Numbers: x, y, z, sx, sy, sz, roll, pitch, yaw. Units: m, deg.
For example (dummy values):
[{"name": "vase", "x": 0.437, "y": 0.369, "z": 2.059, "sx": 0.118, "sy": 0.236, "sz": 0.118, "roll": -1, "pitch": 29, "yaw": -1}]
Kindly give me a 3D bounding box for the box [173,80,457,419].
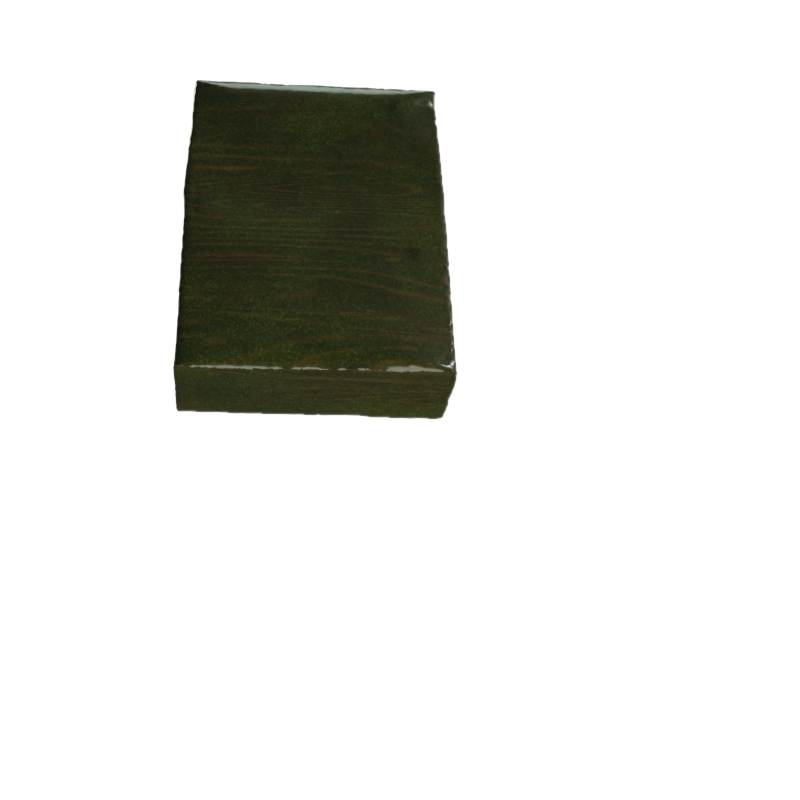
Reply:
[{"name": "box", "x": -0.055, "y": -0.100, "z": 0.699, "sx": 0.163, "sy": 0.228, "sz": 0.068, "roll": 1, "pitch": -30, "yaw": -5}]
